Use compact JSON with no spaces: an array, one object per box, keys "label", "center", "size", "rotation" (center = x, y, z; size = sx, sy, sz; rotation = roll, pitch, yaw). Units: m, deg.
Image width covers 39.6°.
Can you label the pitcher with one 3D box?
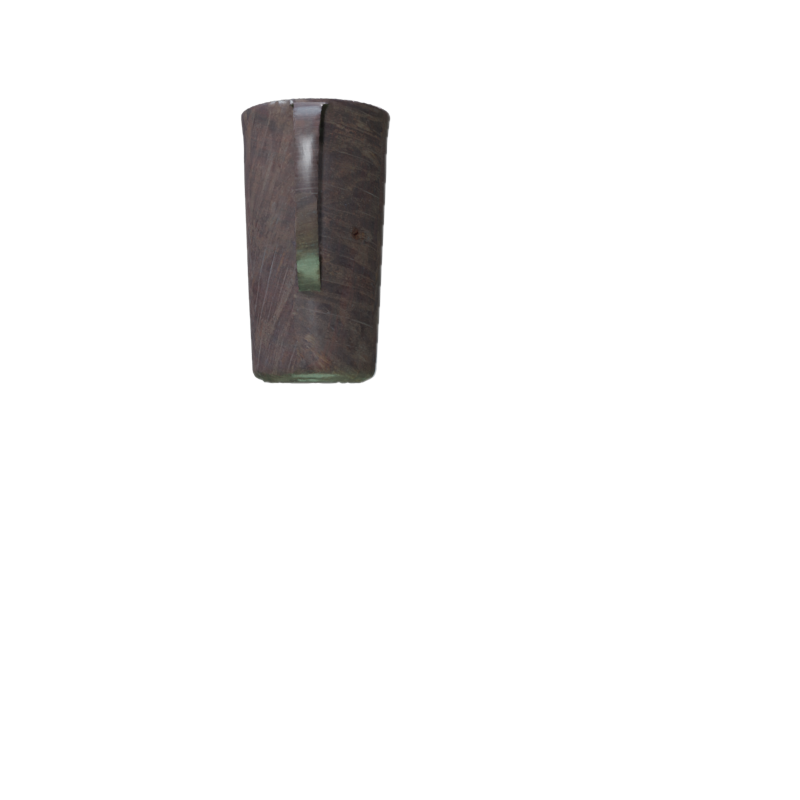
[{"label":"pitcher","center":[-0.076,-0.138,0.965],"size":[0.142,0.248,0.149],"rotation":[6,-9,-44]}]
